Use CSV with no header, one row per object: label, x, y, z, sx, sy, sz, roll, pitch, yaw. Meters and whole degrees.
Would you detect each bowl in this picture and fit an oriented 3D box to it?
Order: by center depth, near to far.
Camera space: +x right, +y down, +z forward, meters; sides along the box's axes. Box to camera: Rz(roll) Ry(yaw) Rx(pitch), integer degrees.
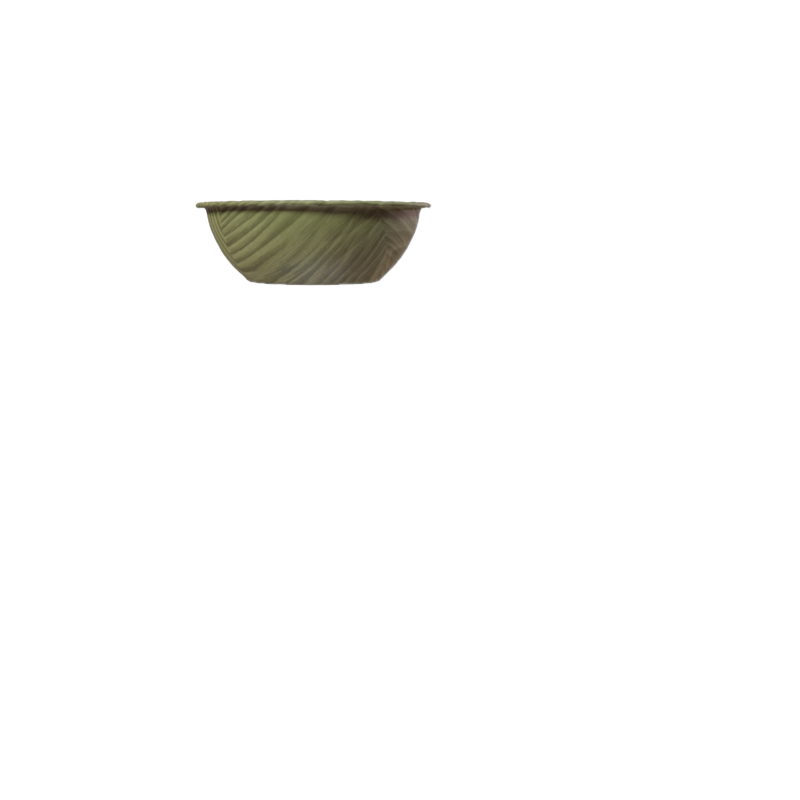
bowl,-0.060,-0.109,0.764,0.162,0.054,0.164,0,9,-2
